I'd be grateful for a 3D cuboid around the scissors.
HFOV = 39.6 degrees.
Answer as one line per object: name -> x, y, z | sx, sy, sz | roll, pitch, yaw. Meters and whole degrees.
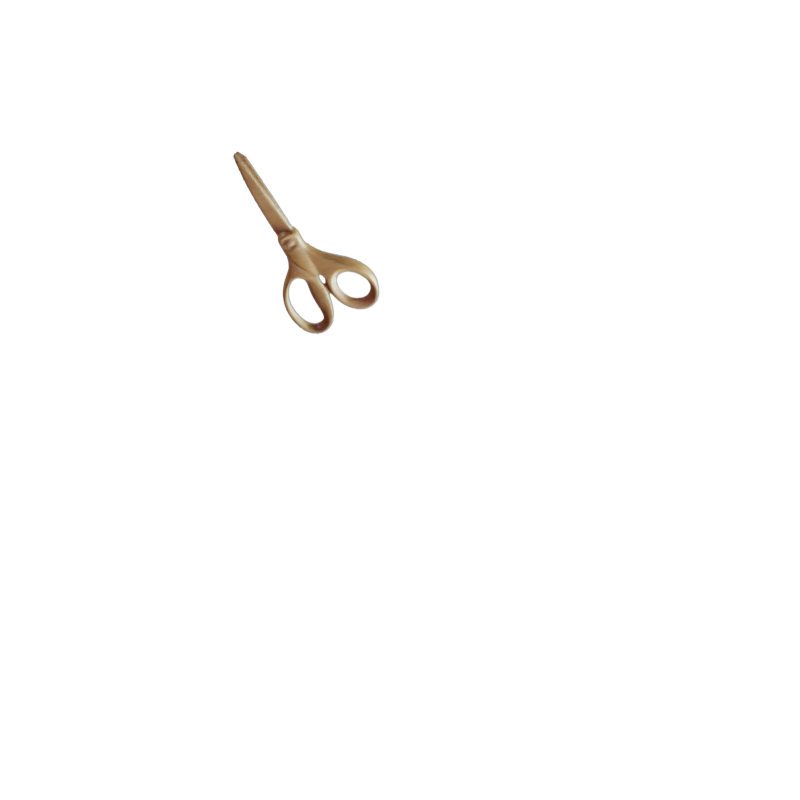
scissors -> -0.075, -0.137, 0.958 | 0.097, 0.187, 0.017 | -7, 40, 6
